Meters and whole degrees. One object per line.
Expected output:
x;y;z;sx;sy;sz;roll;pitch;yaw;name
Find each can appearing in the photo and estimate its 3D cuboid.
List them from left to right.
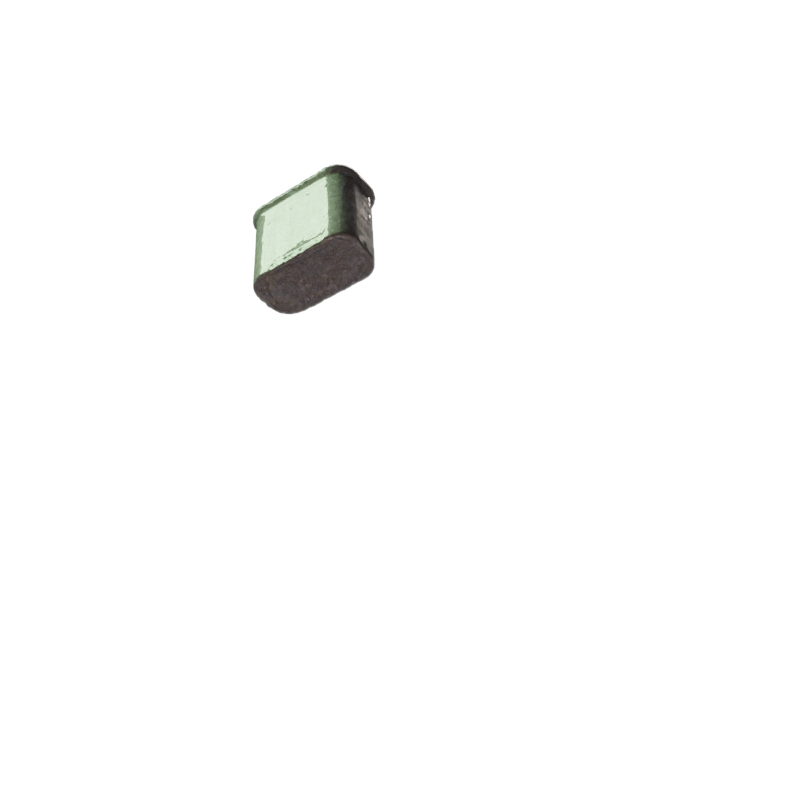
-0.069;-0.125;0.877;0.102;0.090;0.053;-27;-50;23;can
